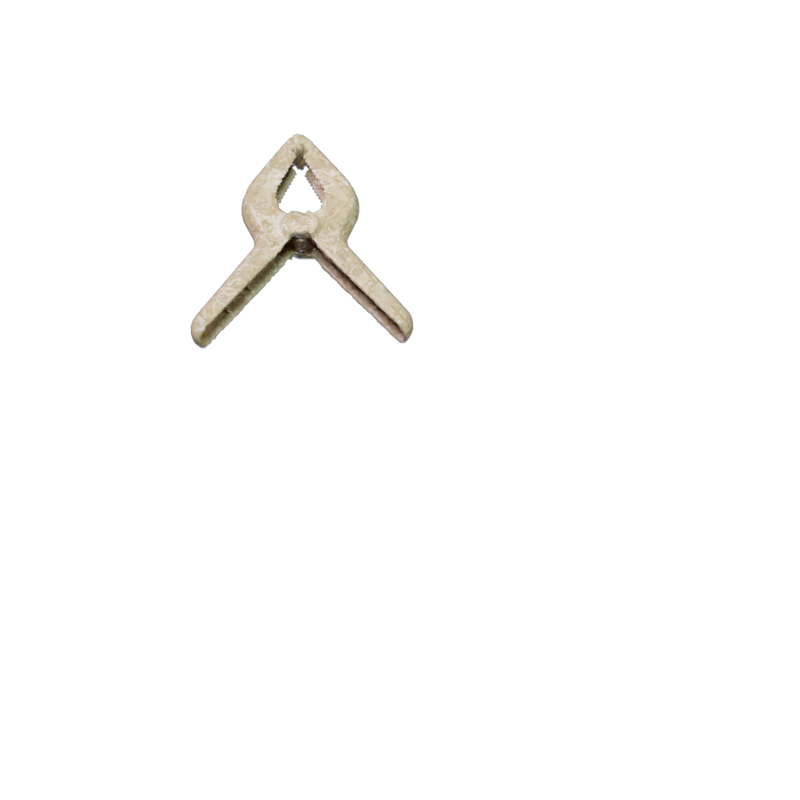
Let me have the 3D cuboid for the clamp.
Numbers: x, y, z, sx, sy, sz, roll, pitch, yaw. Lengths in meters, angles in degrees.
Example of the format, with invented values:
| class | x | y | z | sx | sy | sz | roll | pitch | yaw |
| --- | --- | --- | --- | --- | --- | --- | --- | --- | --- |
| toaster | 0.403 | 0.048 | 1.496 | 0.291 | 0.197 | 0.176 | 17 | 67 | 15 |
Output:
| class | x | y | z | sx | sy | sz | roll | pitch | yaw |
| --- | --- | --- | --- | --- | --- | --- | --- | --- | --- |
| clamp | -0.069 | -0.125 | 0.877 | 0.165 | 0.224 | 0.034 | 3 | -36 | 2 |
